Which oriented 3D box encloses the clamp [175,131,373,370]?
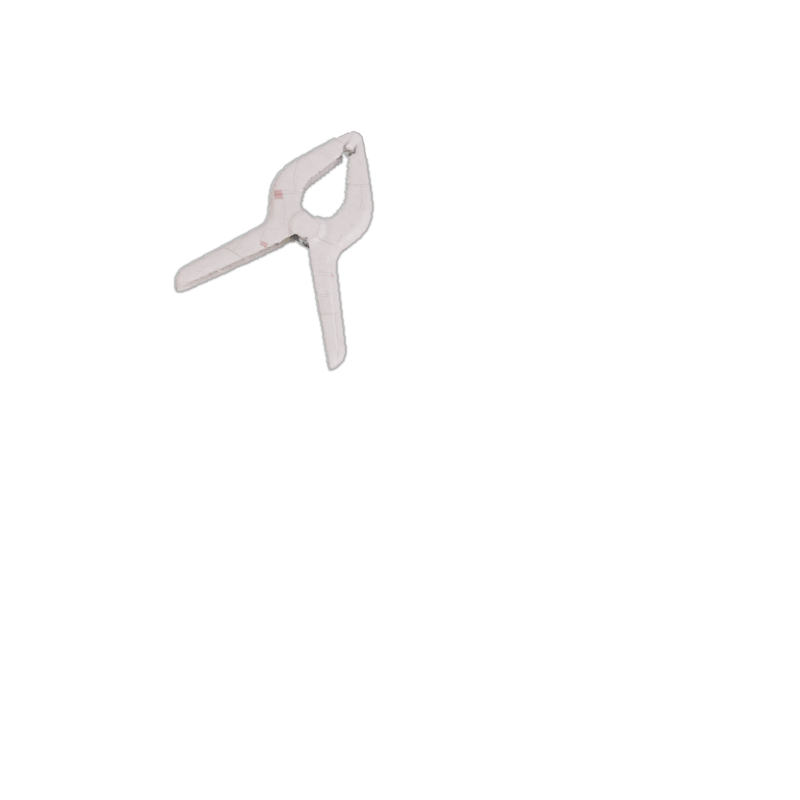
[{"bbox_3d":[-0.077,-0.141,0.989,0.168,0.213,0.035,33,-12,8],"label":"clamp"}]
